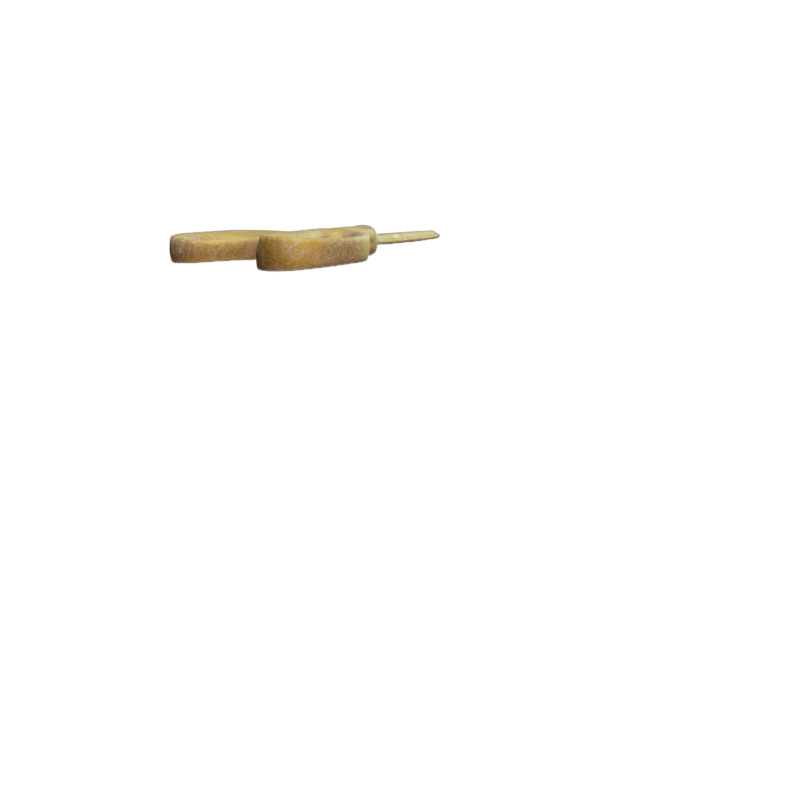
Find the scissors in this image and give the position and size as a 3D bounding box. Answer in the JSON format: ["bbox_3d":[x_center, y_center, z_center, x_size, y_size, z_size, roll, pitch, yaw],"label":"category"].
[{"bbox_3d":[-0.042,-0.076,0.533,0.098,0.015,0.202,2,11,10],"label":"scissors"}]
